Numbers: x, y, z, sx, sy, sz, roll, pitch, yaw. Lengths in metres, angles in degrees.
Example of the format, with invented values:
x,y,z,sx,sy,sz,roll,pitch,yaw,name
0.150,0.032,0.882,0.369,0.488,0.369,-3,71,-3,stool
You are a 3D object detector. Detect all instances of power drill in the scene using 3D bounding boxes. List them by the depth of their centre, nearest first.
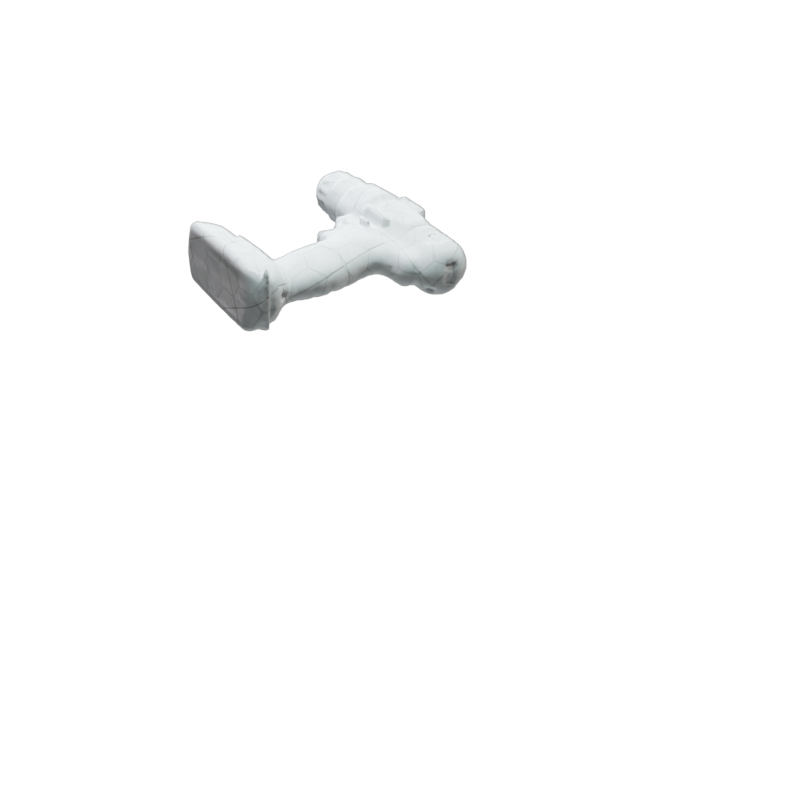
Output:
x,y,z,sx,sy,sz,roll,pitch,yaw,name
-0.069,-0.126,0.880,0.185,0.054,0.199,-19,37,-27,power drill
